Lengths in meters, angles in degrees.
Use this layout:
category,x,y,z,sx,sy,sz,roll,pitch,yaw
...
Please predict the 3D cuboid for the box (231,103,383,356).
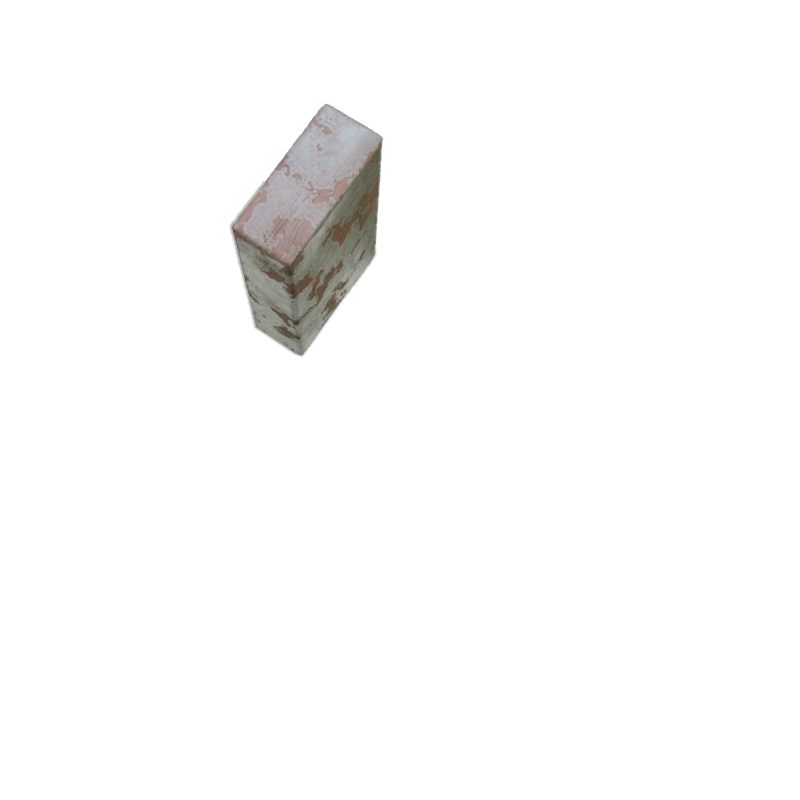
category,x,y,z,sx,sy,sz,roll,pitch,yaw
box,-0.052,-0.095,0.671,0.049,0.095,0.170,33,-13,4
